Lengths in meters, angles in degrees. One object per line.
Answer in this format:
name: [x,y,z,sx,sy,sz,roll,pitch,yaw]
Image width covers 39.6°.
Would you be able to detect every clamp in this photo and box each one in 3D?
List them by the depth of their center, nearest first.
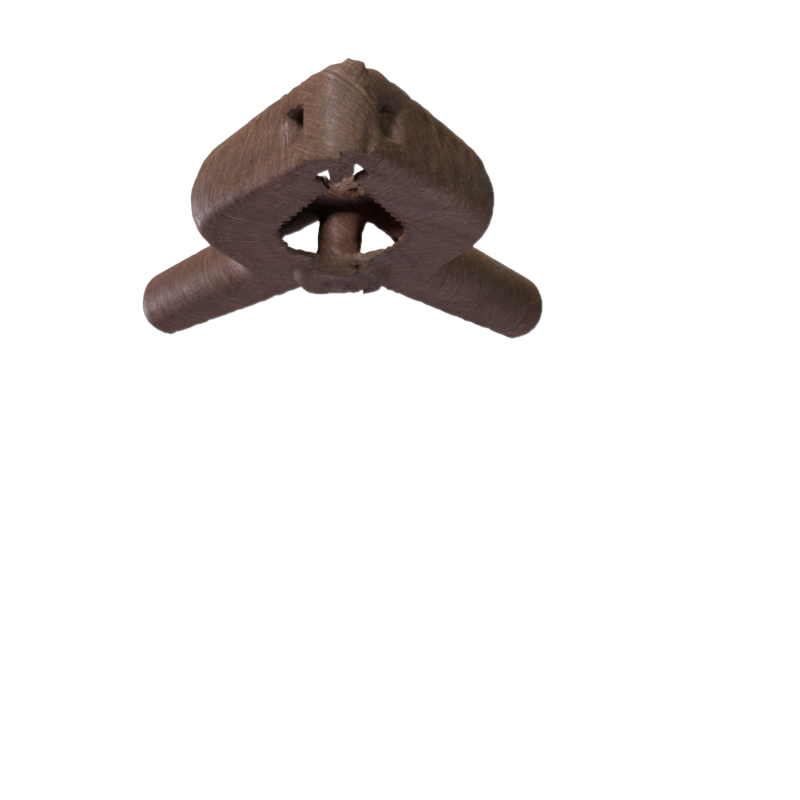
clamp: [-0.030,-0.055,0.383,0.166,0.038,0.201,-1,-11,5]
